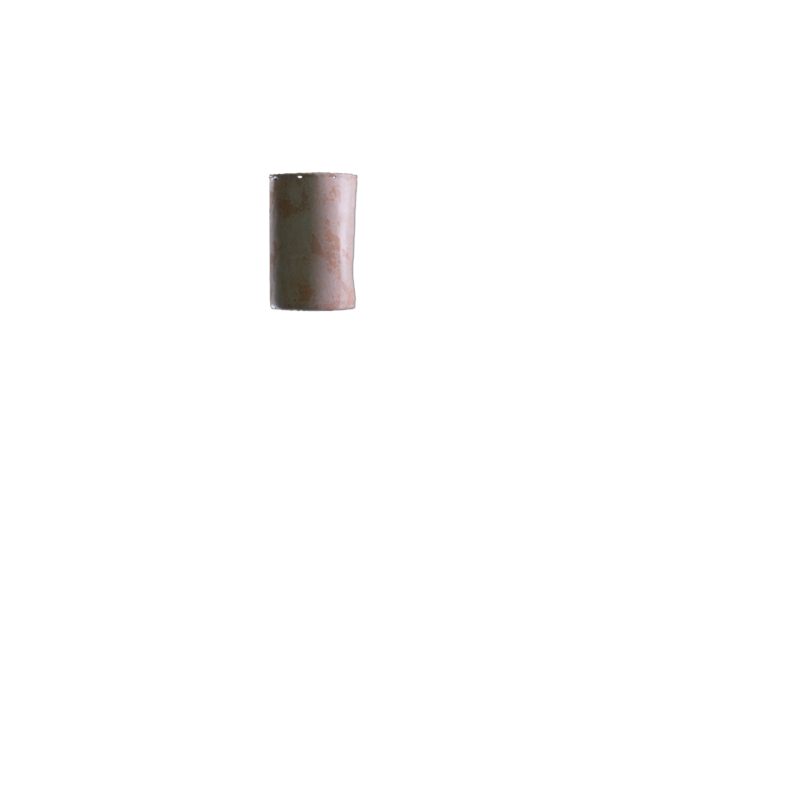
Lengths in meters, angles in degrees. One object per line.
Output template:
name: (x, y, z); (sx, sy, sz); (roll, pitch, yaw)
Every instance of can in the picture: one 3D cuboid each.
can: (-0.066, -0.121, 0.845); (0.068, 0.102, 0.069); (0, 3, -2)
